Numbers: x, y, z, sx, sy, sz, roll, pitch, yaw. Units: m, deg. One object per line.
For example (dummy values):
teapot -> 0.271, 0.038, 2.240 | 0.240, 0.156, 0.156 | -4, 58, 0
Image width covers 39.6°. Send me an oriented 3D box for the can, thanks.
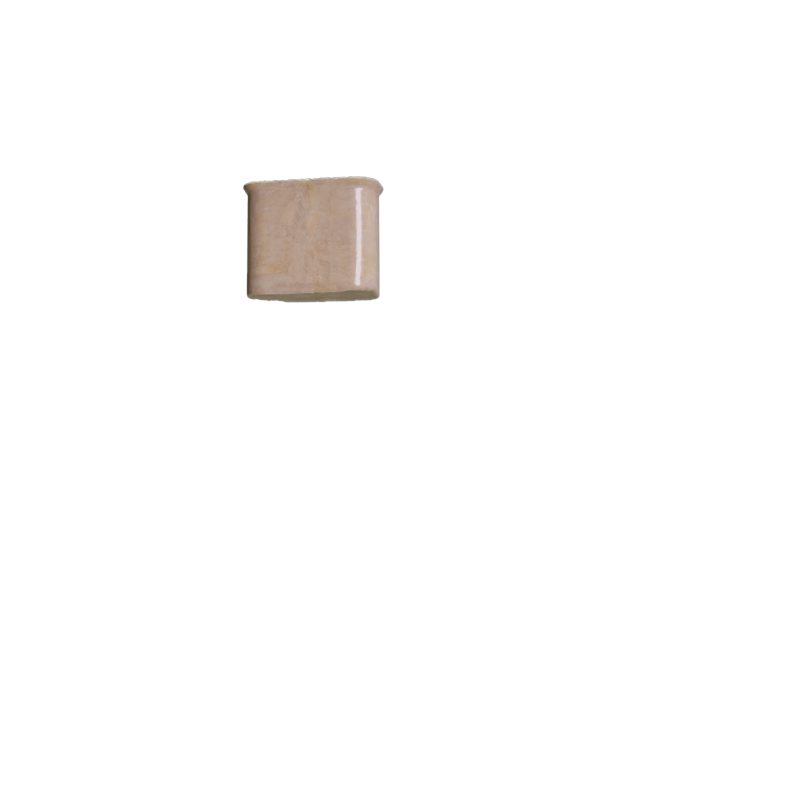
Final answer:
can -> -0.064, -0.117, 0.818 | 0.103, 0.086, 0.055 | -1, -8, 11
